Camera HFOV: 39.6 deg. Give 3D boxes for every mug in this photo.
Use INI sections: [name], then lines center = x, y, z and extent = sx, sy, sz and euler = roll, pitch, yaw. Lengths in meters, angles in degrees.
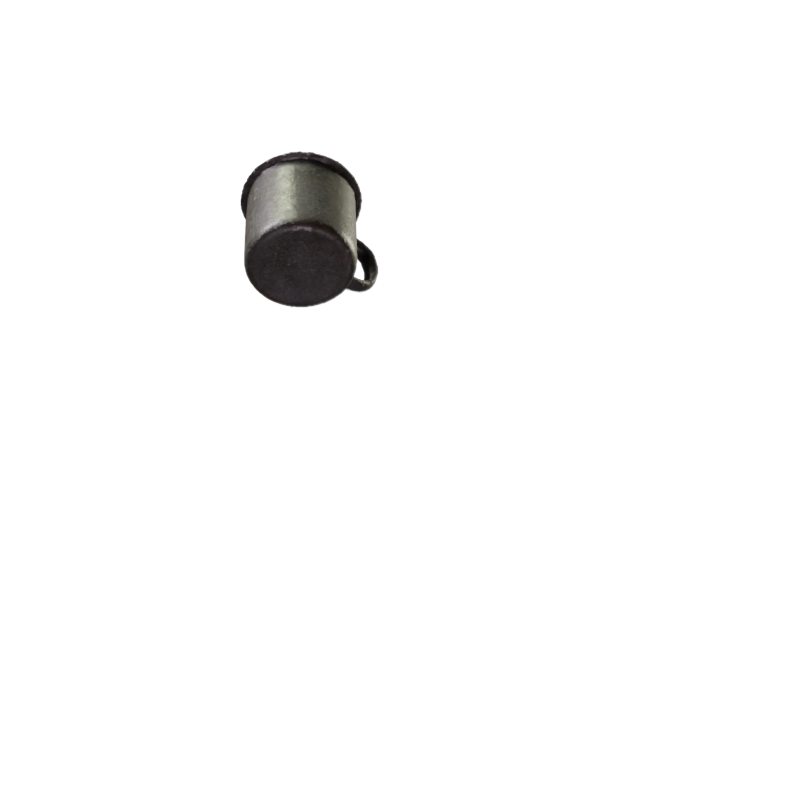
[mug]
center = -0.065, -0.118, 0.825
extent = 0.111, 0.087, 0.092
euler = 32, -56, -27
